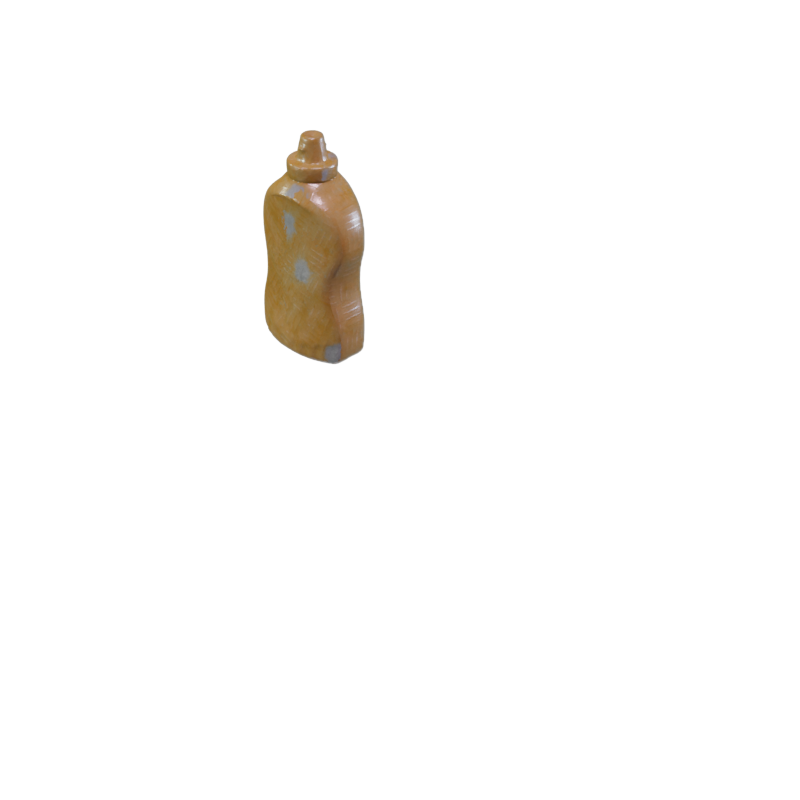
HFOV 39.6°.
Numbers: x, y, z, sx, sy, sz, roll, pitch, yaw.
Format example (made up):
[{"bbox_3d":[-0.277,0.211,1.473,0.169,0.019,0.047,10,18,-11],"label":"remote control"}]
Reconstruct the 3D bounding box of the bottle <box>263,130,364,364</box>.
[{"bbox_3d":[-0.072,-0.130,0.909,0.058,0.180,0.103,-24,40,-37],"label":"bottle"}]
